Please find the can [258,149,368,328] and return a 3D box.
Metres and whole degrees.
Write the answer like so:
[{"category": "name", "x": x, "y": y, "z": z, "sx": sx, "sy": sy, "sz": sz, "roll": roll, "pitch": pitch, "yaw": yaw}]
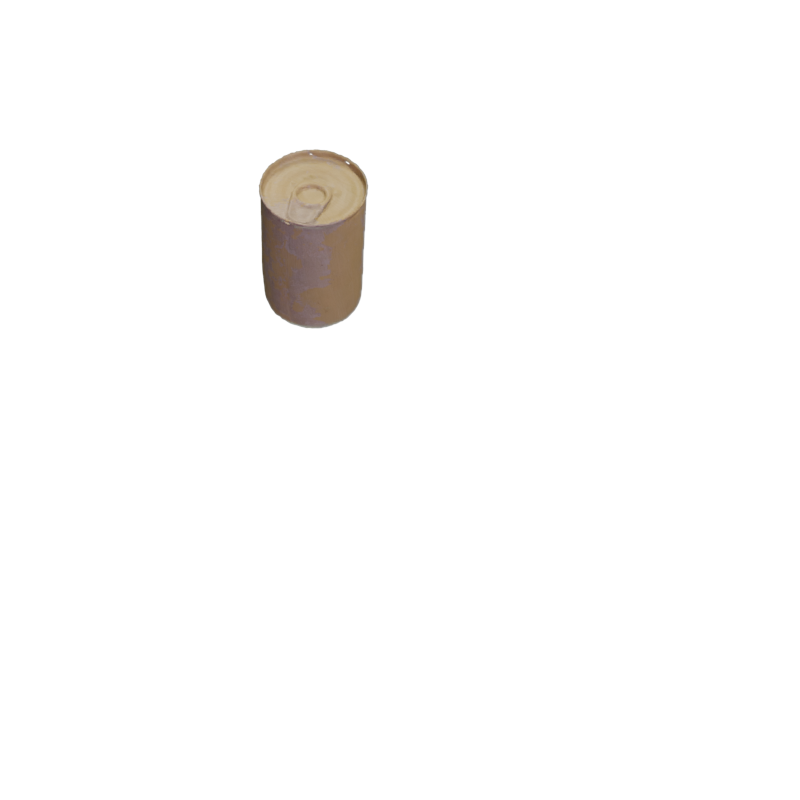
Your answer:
[{"category": "can", "x": -0.057, "y": -0.103, "z": 0.725, "sx": 0.068, "sy": 0.073, "sz": 0.095, "roll": 0, "pitch": -39, "yaw": -3}]
